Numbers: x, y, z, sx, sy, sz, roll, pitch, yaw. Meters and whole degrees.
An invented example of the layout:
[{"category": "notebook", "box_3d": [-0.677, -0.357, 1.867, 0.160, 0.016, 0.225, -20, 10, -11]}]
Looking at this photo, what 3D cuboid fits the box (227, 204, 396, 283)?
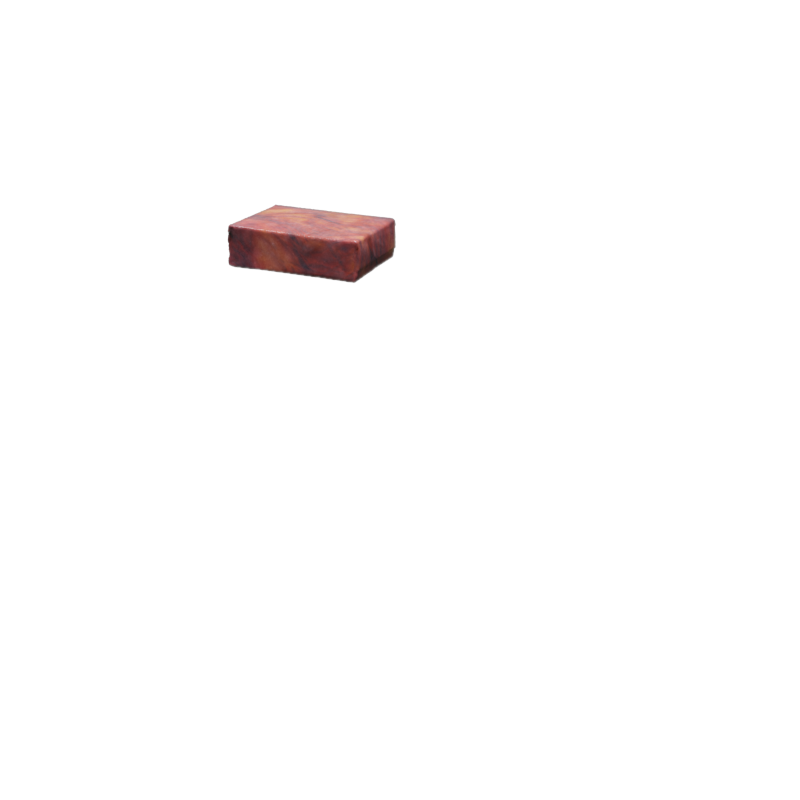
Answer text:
[{"category": "box", "box_3d": [-0.070, -0.128, 0.899, 0.117, 0.037, 0.090, 7, 20, 20]}]
